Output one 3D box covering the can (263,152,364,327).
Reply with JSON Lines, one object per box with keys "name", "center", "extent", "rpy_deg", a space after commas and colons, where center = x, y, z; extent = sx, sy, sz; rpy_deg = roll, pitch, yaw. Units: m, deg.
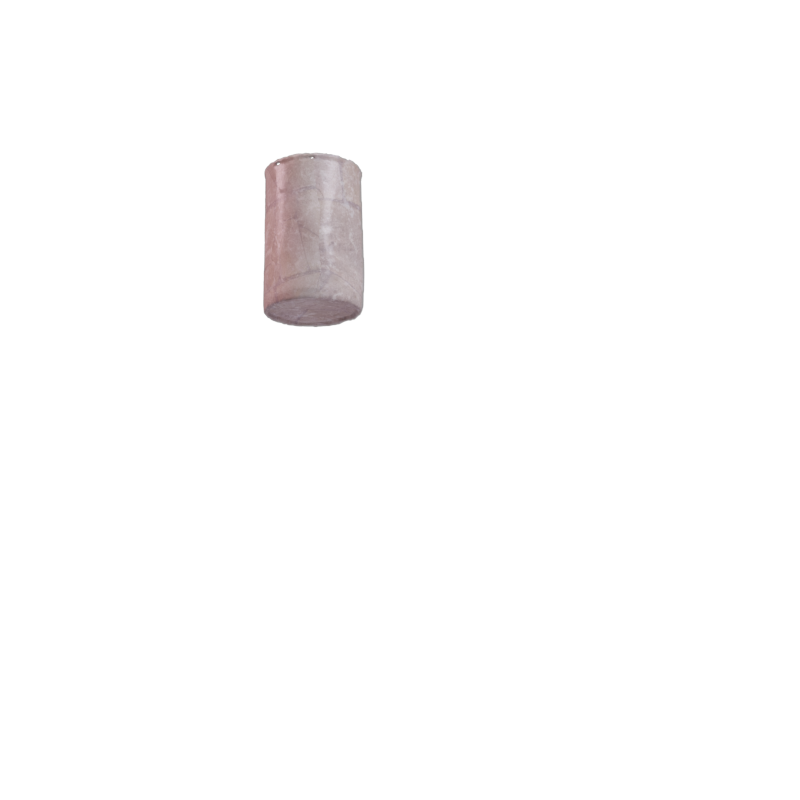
{"name": "can", "center": [-0.059, -0.107, 0.752], "extent": [0.068, 0.107, 0.066], "rpy_deg": [0, -18, -2]}
